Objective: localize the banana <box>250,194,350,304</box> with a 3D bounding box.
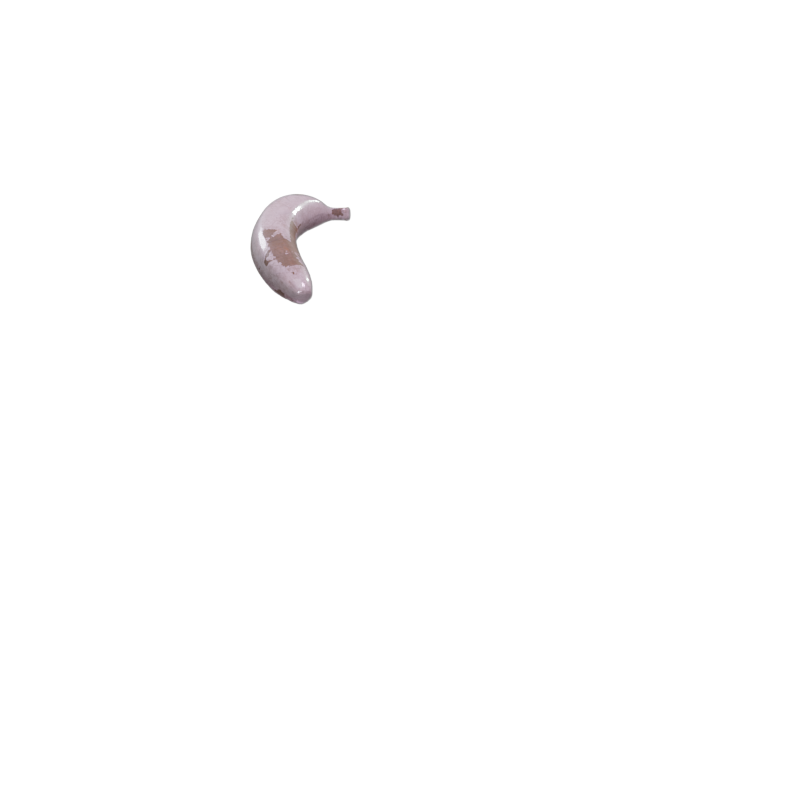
[{"bbox_3d":[-0.089,-0.133,0.912,0.070,0.035,0.206,4,29,6],"label":"banana"}]
